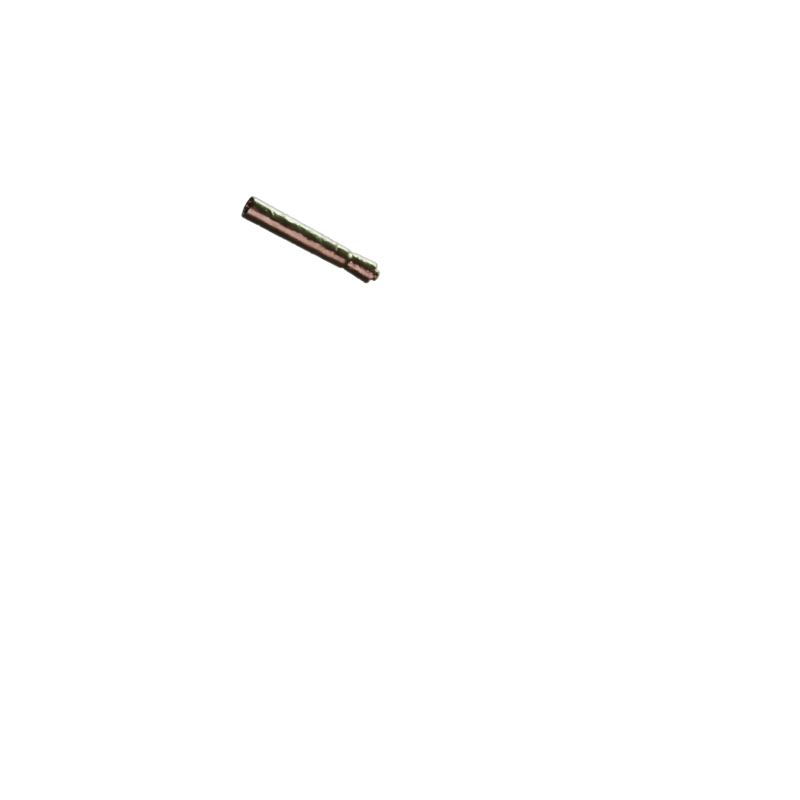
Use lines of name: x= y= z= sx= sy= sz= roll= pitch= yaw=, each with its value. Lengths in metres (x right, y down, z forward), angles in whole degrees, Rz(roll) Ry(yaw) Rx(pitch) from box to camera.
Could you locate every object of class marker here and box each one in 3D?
marker: x=-0.068 y=-0.124 z=0.870 sx=0.116 sy=0.020 sz=0.020 roll=27 pitch=-6 yaw=-17
